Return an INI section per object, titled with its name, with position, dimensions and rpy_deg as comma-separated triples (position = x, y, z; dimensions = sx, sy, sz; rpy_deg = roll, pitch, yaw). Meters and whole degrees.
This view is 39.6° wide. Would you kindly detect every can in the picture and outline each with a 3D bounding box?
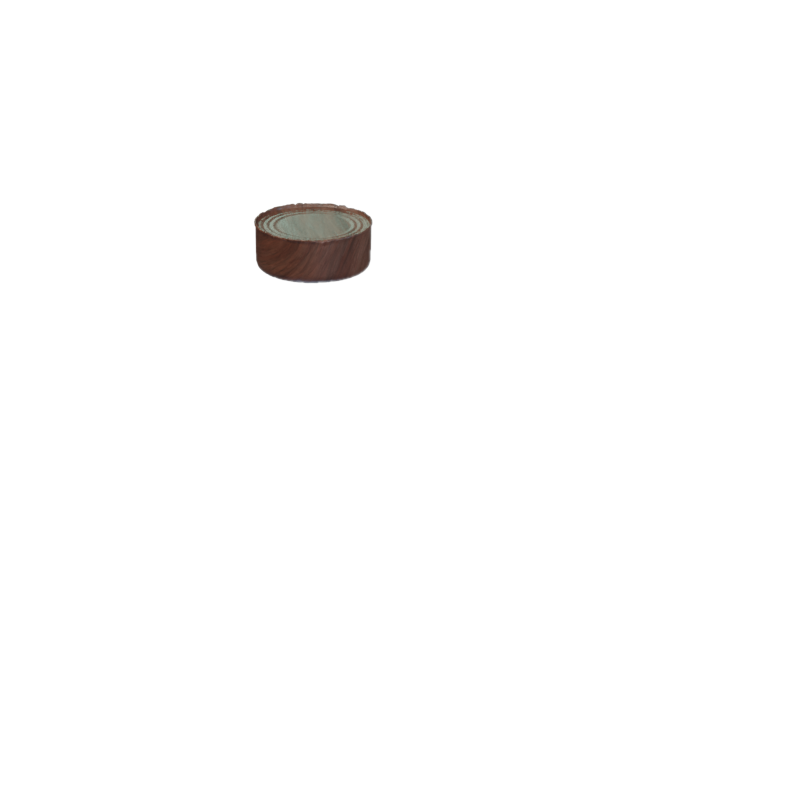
[can]
position = -0.063, -0.116, 0.809
dimensions = 0.086, 0.032, 0.090
rpy_deg = -1, 26, -2
